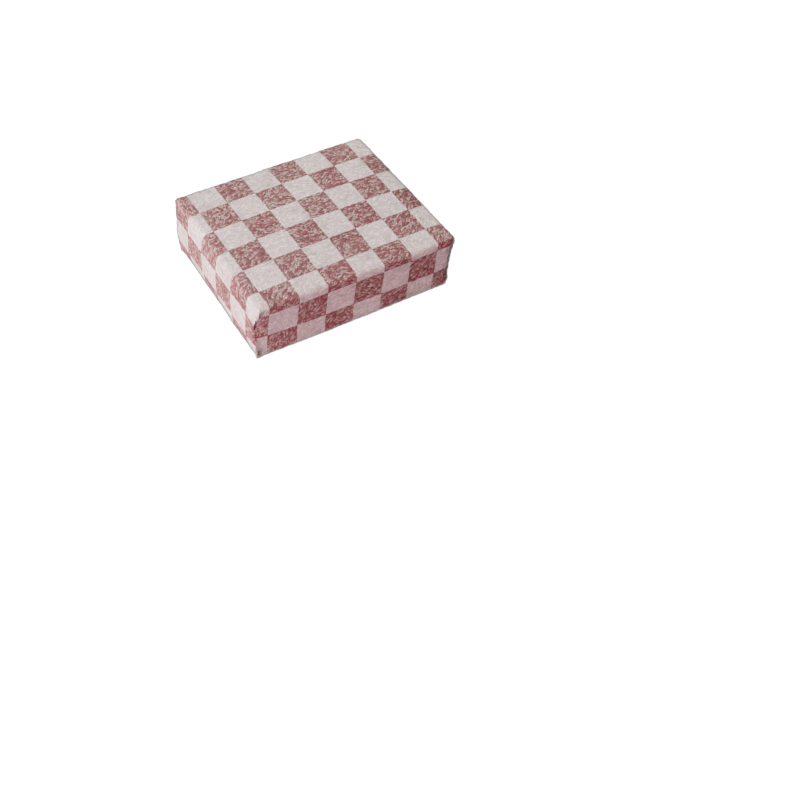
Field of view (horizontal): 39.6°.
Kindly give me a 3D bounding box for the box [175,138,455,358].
[{"bbox_3d":[-0.044,-0.080,0.559,0.113,0.036,0.097,-24,52,-21],"label":"box"}]
